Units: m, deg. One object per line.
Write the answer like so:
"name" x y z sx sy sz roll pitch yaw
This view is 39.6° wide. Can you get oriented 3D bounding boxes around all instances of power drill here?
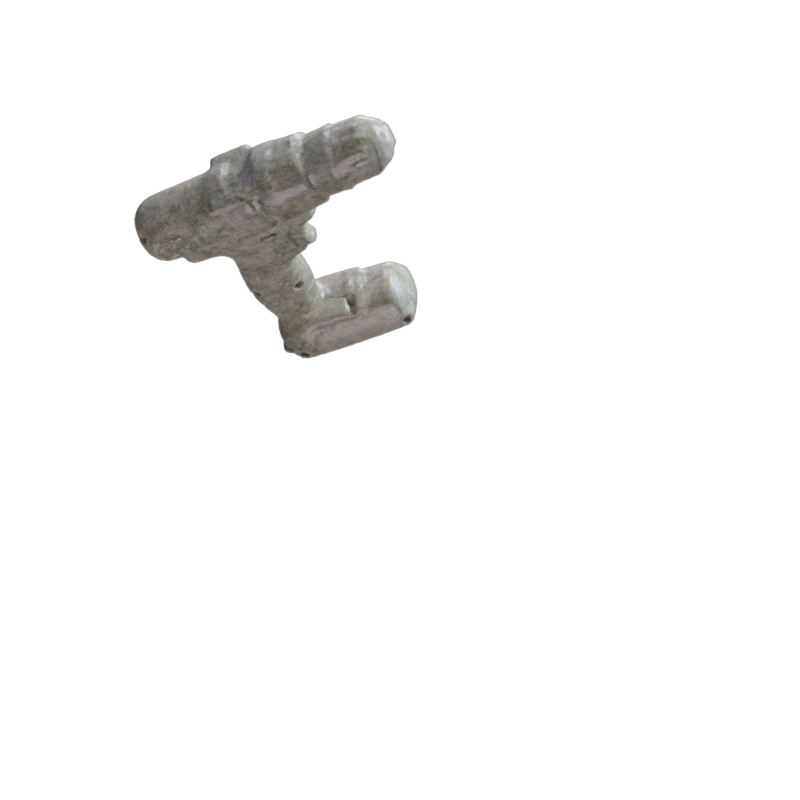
"power drill" -0.059 -0.108 0.759 0.186 0.061 0.173 -16 -37 22
